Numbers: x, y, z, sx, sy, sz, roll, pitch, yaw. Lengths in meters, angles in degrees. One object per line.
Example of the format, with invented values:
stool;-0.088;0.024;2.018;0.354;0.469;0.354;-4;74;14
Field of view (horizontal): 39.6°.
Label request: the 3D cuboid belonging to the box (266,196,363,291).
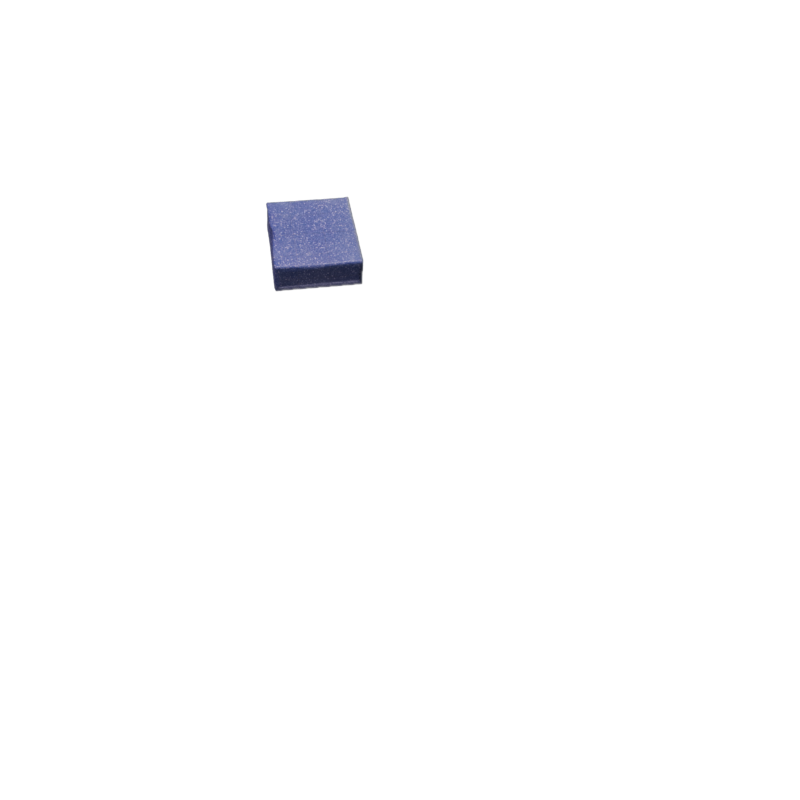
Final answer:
box;-0.073;-0.133;0.933;0.073;0.028;0.096;-5;45;-6
